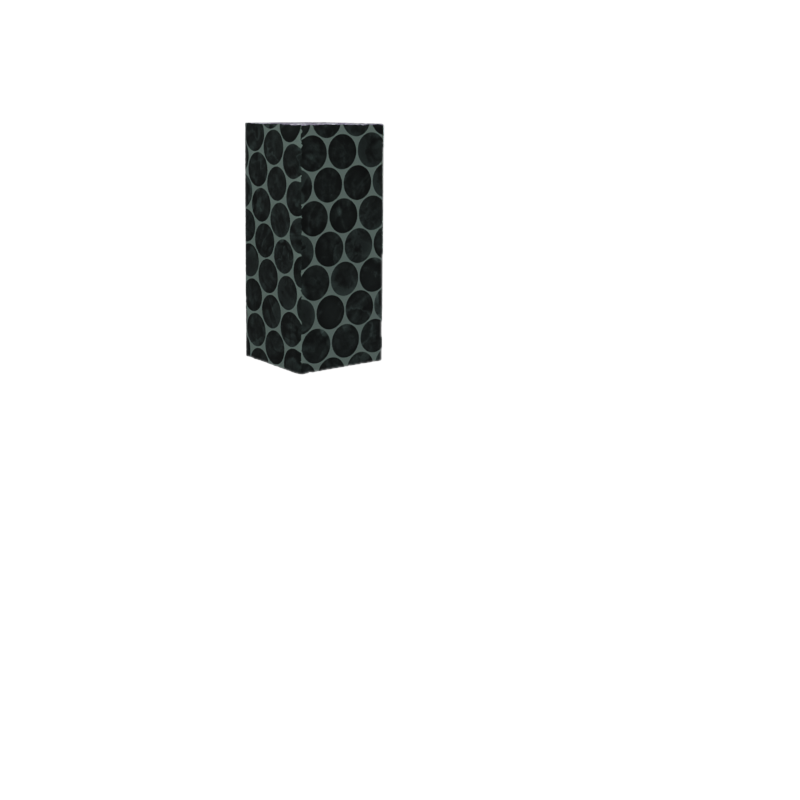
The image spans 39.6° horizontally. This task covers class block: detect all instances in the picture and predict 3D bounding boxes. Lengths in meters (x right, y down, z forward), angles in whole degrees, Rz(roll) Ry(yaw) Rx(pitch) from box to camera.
[{"bbox_3d":[-0.076,-0.138,0.965,0.088,0.202,0.095,-6,11,-38],"label":"block"}]
